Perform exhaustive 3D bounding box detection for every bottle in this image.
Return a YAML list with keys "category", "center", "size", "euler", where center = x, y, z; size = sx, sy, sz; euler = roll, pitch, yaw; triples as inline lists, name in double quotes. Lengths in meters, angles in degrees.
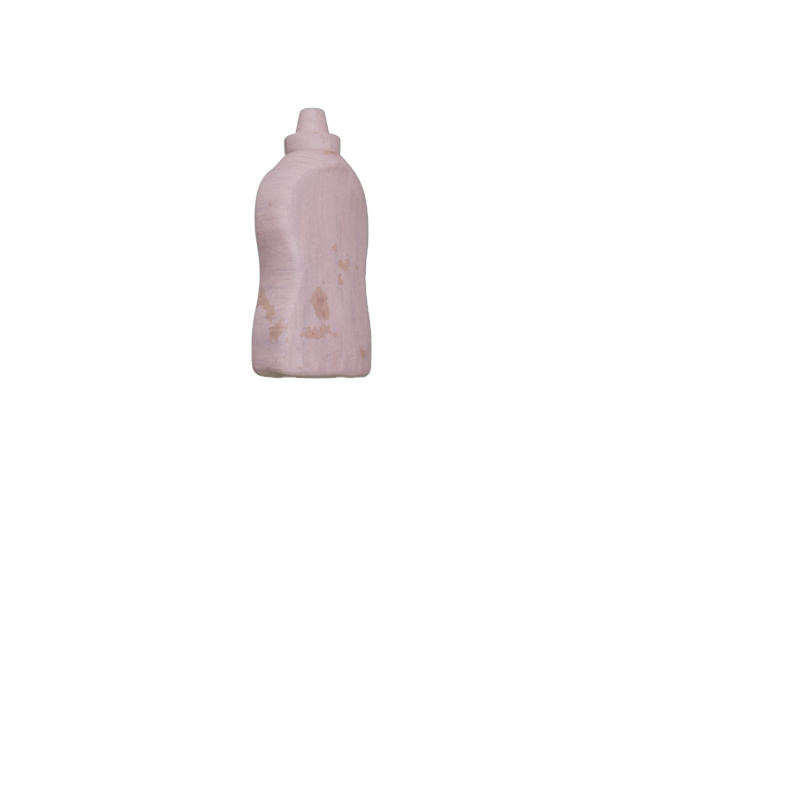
- category: "bottle"
  center: [-0.062, -0.112, 0.786]
  size: [0.060, 0.195, 0.091]
  euler: [-7, -9, 42]
